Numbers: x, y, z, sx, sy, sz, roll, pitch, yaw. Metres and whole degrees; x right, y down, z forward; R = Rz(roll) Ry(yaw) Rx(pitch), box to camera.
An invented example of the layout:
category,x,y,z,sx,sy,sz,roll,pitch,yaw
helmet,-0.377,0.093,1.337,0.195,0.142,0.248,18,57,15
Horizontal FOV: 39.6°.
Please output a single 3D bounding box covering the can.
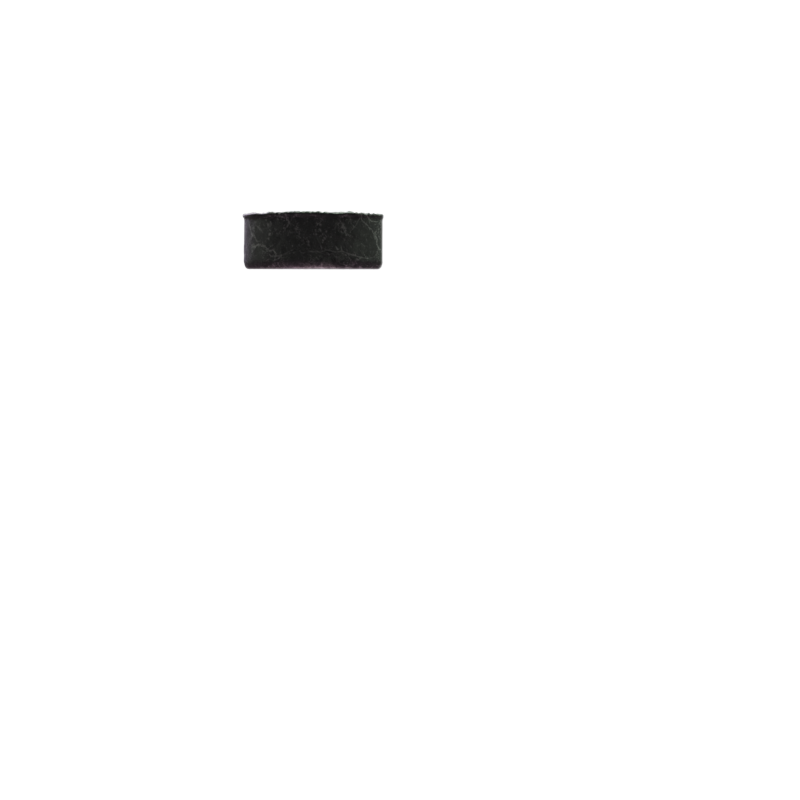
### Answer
category,x,y,z,sx,sy,sz,roll,pitch,yaw
can,-0.053,-0.096,0.673,0.086,0.033,0.087,0,6,-2
